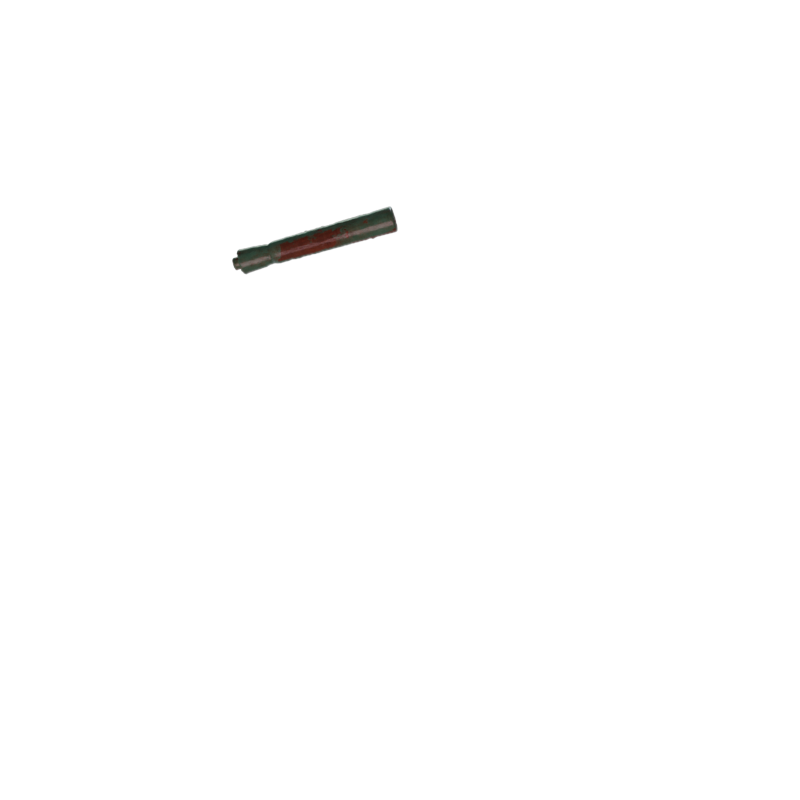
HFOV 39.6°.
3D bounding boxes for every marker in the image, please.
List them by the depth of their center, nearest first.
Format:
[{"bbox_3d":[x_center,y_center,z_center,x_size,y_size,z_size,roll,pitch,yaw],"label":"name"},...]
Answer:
[{"bbox_3d":[-0.062,-0.113,0.794,0.122,0.020,0.020,-15,2,9],"label":"marker"}]
